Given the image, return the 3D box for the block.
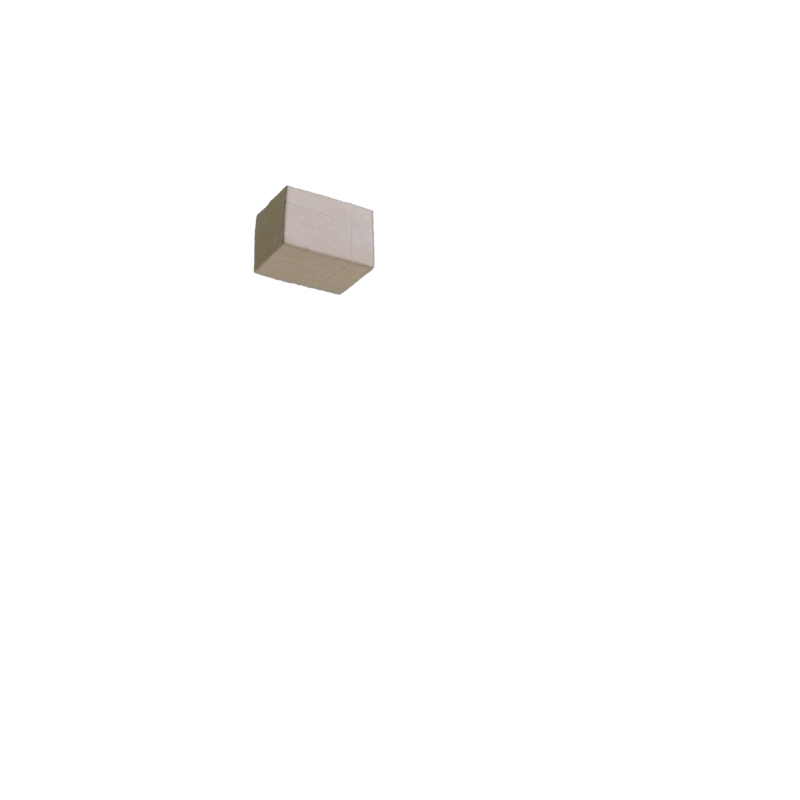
[{"bbox_3d":[-0.065,-0.119,0.834,0.075,0.054,0.052,13,-29,-28],"label":"block"}]
